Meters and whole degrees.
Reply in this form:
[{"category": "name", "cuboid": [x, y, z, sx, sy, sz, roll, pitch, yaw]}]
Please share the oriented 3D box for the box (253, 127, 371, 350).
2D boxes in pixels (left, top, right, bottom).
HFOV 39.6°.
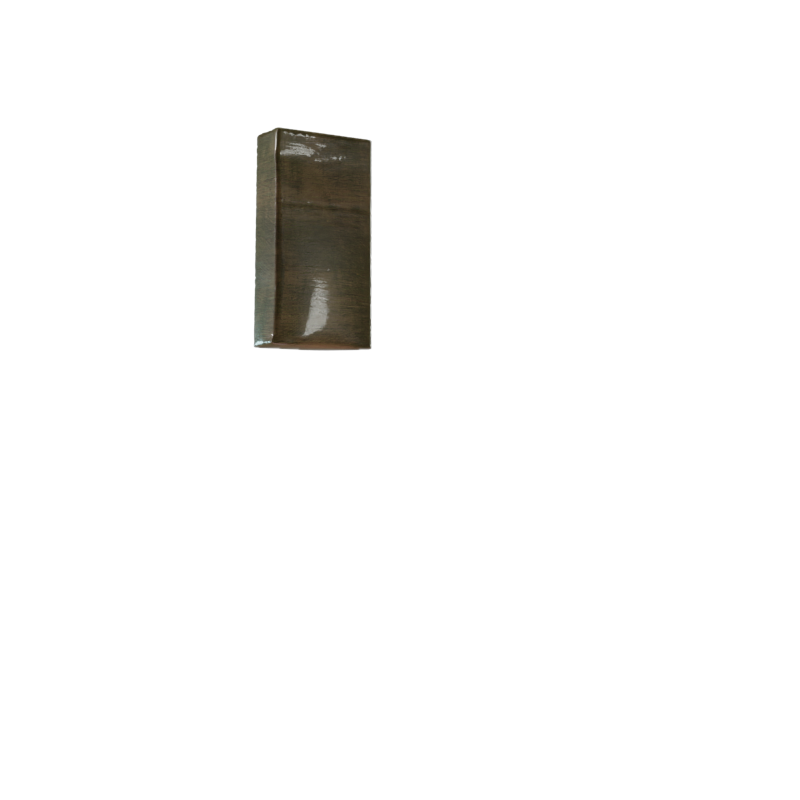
[{"category": "box", "cuboid": [-0.071, -0.130, 0.913, 0.090, 0.180, 0.049, 4, -10, -31]}]
